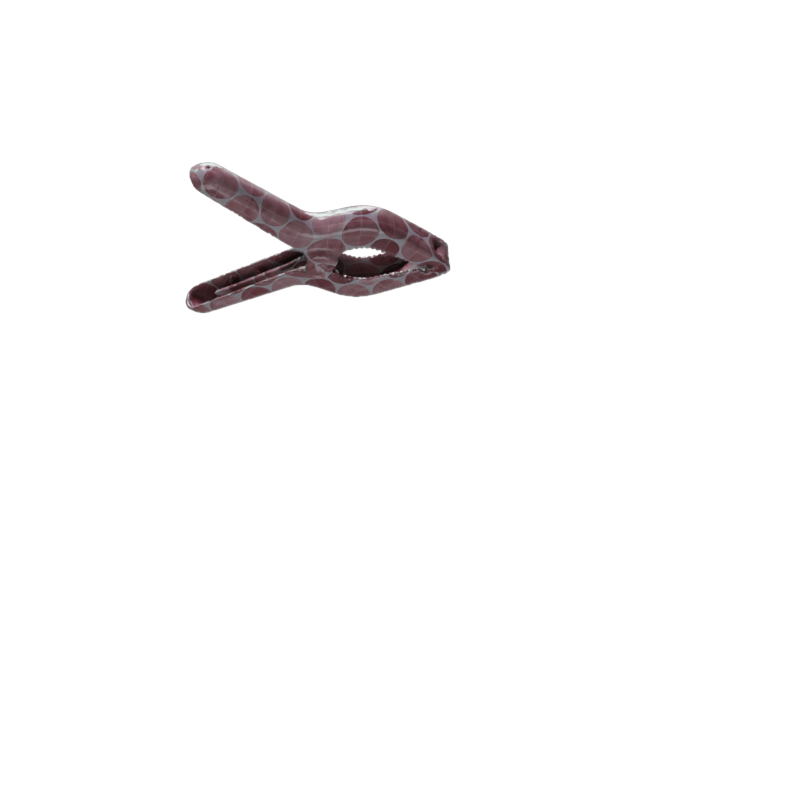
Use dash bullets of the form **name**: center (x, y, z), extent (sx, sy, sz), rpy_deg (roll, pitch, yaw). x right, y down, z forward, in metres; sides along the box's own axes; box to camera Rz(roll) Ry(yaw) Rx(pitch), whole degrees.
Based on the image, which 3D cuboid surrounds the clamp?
- **clamp**: center (-0.066, -0.121, 0.845), extent (0.210, 0.039, 0.154), rpy_deg (0, -33, 0)
